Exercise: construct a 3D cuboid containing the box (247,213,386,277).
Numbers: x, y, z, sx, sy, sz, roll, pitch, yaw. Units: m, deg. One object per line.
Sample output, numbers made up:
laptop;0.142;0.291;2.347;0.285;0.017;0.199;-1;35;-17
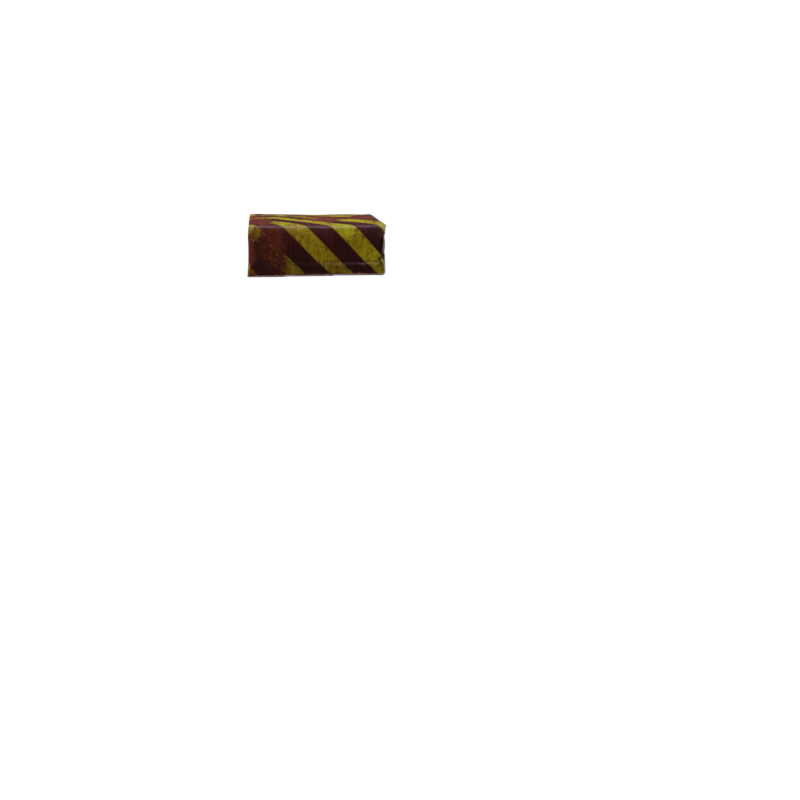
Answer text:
box;-0.048;-0.088;0.617;0.073;0.030;0.092;-1;12;-5
